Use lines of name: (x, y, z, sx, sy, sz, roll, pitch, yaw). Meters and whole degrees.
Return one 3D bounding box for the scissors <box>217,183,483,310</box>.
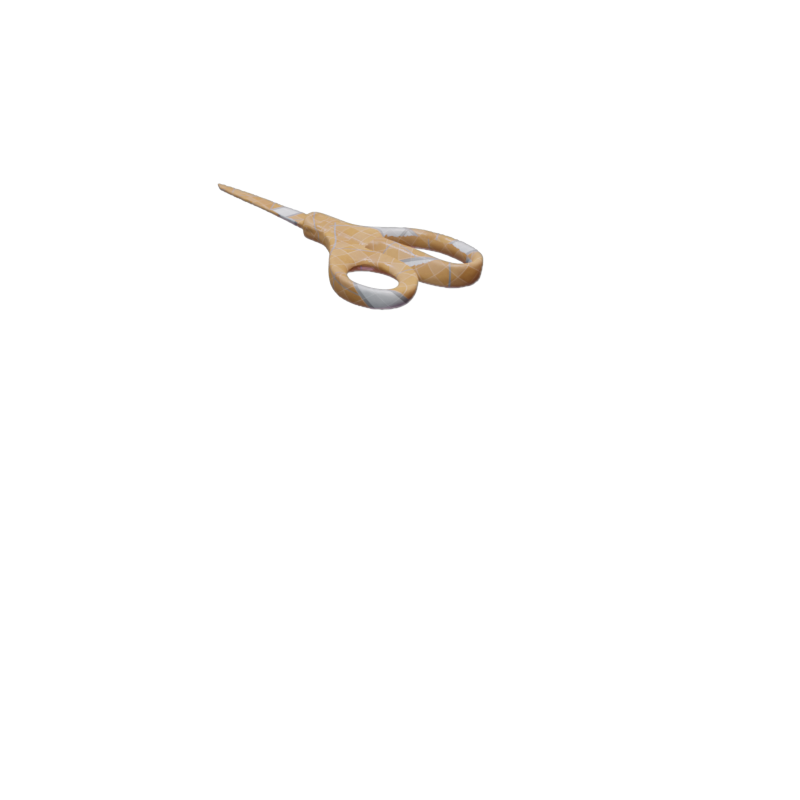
scissors: (-0.051, -0.094, 0.657, 0.211, 0.015, 0.097, 17, 34, 26)
